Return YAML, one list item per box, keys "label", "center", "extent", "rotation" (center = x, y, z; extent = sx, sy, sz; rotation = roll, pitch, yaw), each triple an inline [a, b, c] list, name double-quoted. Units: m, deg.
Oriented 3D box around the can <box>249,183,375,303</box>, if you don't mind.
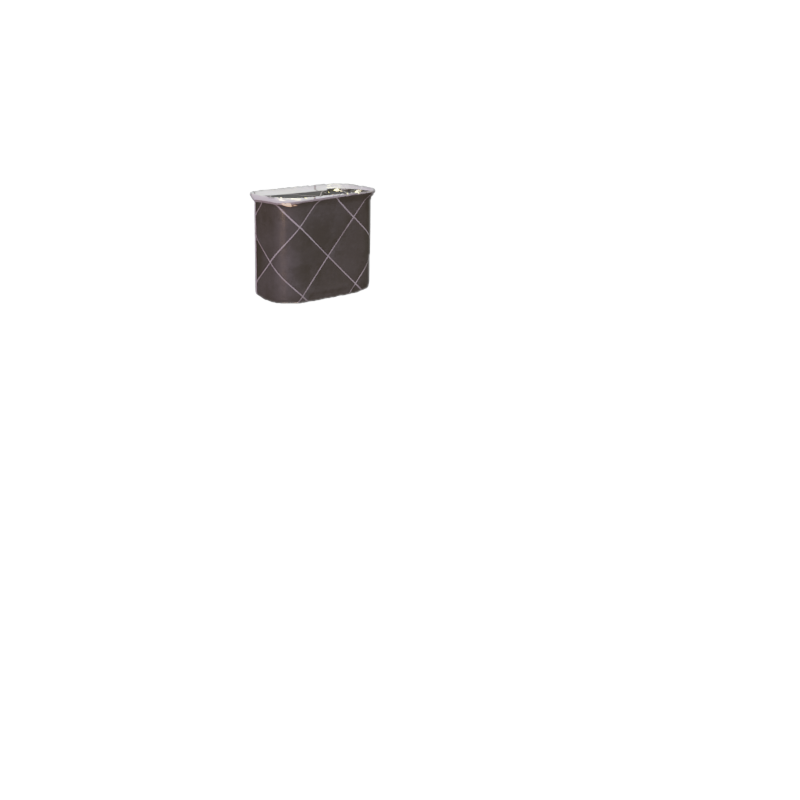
- label: "can"
  center: [-0.070, -0.127, 0.891]
  extent: [0.099, 0.081, 0.061]
  rotation: [-12, 18, -40]
